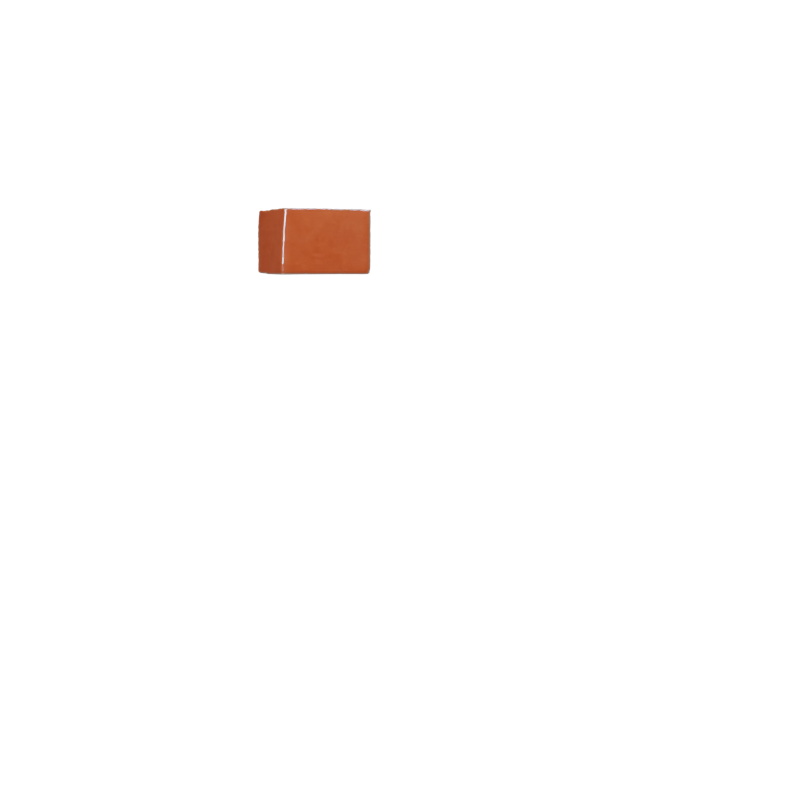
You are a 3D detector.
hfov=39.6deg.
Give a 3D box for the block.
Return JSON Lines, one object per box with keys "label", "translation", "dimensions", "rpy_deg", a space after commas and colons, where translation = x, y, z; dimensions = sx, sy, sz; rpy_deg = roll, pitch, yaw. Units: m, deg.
{"label": "block", "translation": [-0.069, -0.126, 0.882], "dimensions": [0.076, 0.051, 0.055], "rpy_deg": [-3, 5, -27]}
